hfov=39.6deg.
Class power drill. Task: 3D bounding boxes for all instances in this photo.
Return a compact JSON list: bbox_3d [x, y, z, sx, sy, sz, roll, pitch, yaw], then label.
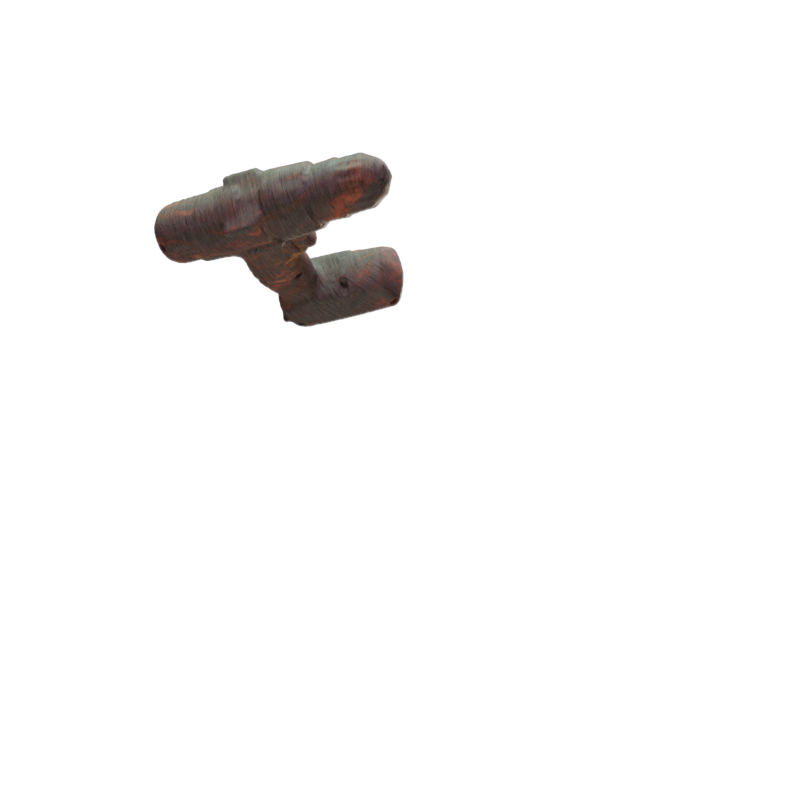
[{"bbox_3d":[-0.066,-0.121,0.848,0.188,0.060,0.175,-9,-22,23],"label":"power drill"}]
